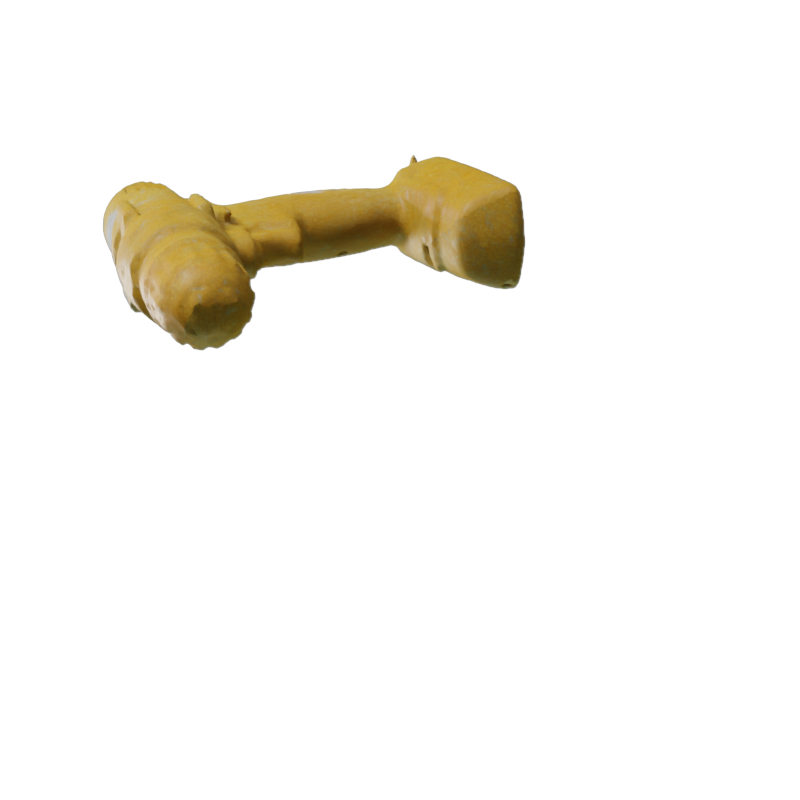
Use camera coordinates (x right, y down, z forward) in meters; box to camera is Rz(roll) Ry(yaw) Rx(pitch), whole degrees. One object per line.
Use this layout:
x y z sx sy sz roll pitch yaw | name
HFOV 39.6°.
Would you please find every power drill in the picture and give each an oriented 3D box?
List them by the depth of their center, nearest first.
-0.041 -0.075 0.523 0.184 0.055 0.196 -7 23 -18 | power drill
